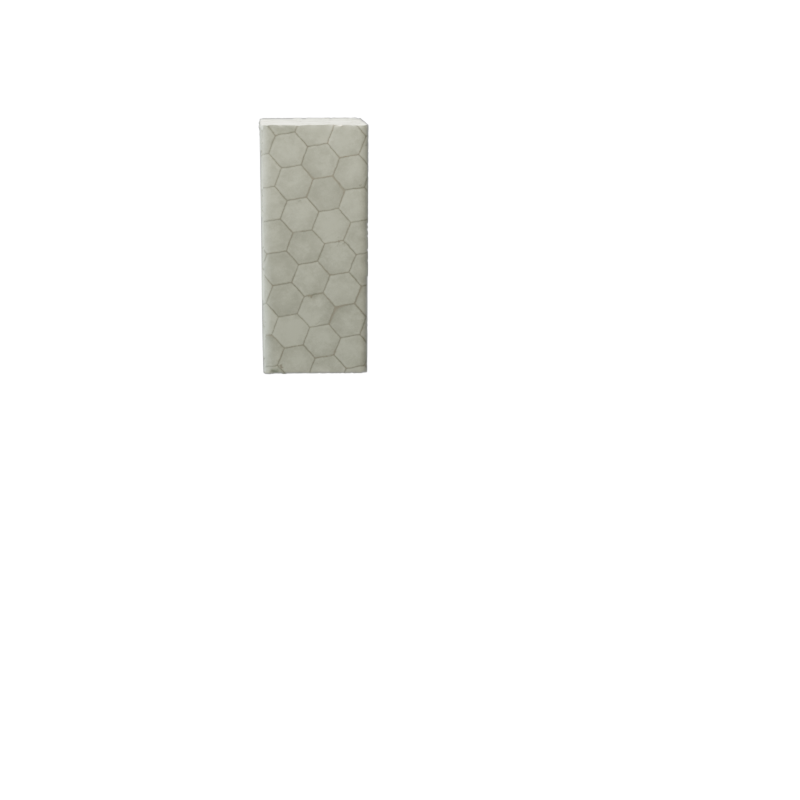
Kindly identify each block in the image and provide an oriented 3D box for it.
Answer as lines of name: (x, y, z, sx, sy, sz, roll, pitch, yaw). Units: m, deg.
block: (-0.075, -0.135, 0.945, 0.090, 0.201, 0.094, 0, 12, -5)
